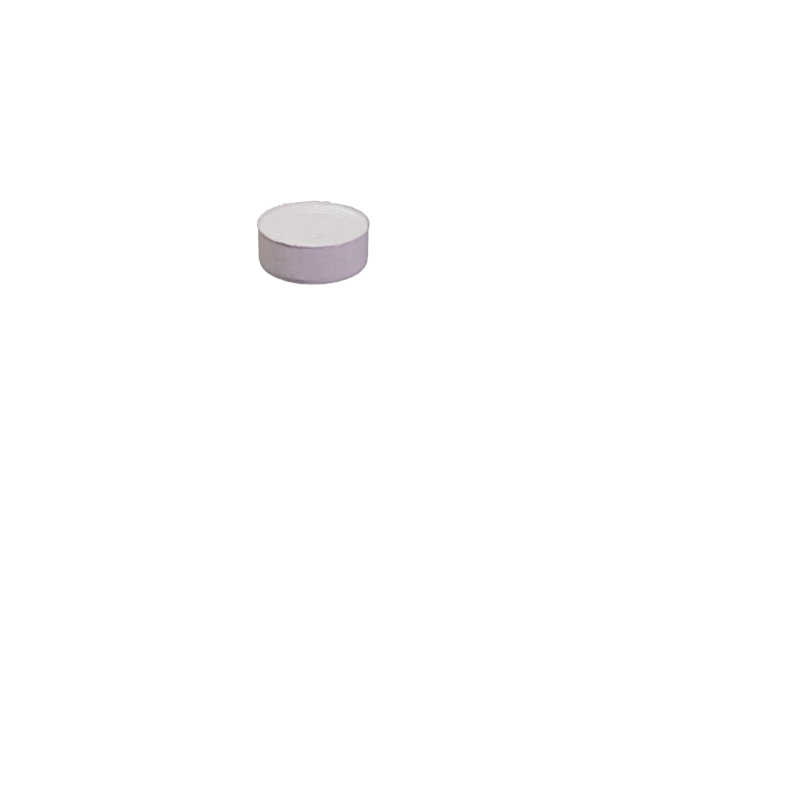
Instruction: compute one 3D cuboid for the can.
[{"bbox_3d":[-0.066,-0.121,0.848,0.086,0.032,0.091,-1,30,-2],"label":"can"}]
